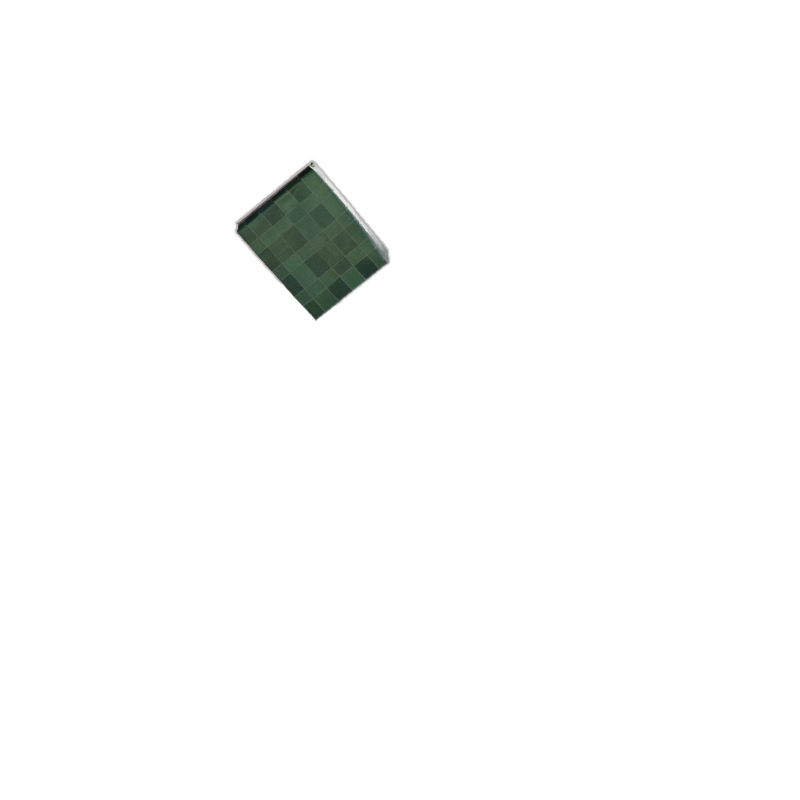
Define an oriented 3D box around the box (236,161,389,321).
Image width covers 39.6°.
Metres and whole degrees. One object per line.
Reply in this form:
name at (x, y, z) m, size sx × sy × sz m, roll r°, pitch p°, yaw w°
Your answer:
box at (-0.077, -0.141, 0.985) m, size 0.089 × 0.110 × 0.040 m, roll -38°, pitch 13°, yaw 10°
